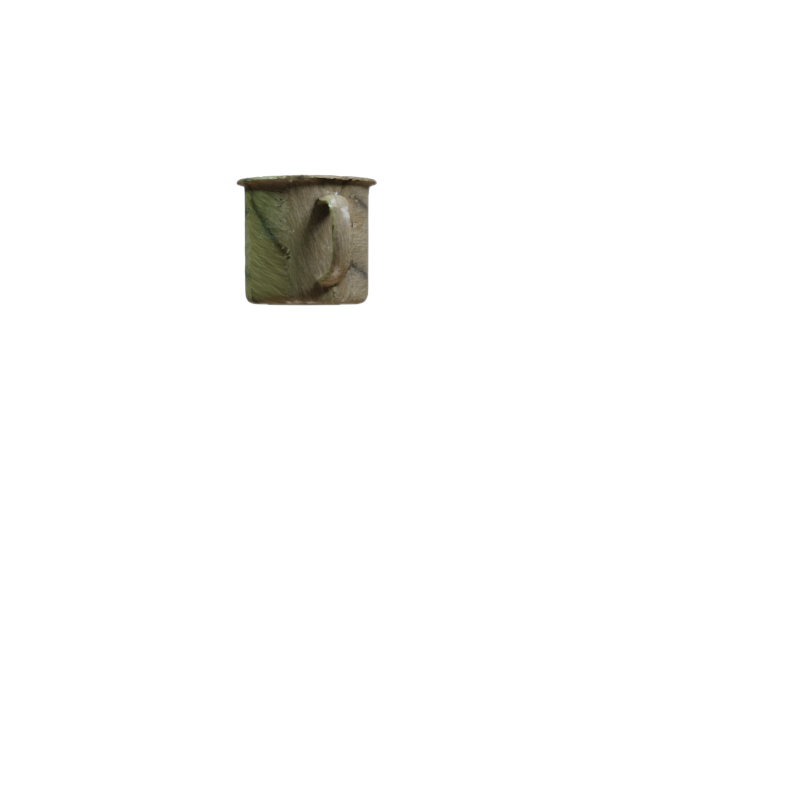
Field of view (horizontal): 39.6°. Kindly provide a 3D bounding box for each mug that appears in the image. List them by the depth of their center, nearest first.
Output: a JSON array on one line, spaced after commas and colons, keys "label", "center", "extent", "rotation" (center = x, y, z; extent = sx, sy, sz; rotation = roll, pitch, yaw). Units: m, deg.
[{"label": "mug", "center": [-0.056, -0.103, 0.721], "extent": [0.091, 0.081, 0.121], "rotation": [-1, 4, -25]}]
